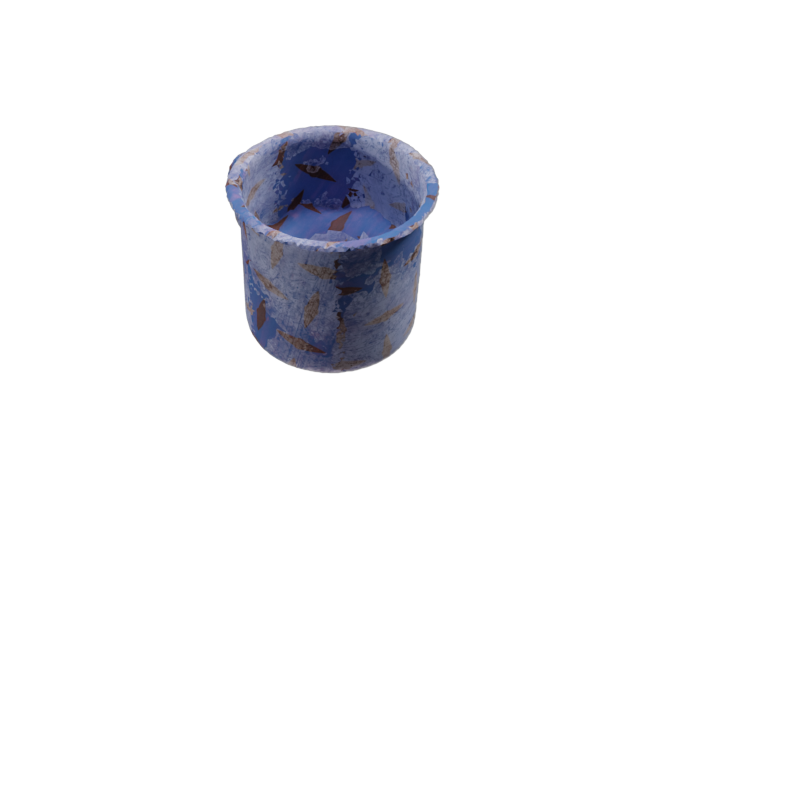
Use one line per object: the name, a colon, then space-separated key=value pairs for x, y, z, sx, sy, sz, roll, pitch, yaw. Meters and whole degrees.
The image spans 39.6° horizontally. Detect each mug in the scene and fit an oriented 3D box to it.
mug: x=-0.040 y=-0.074 z=0.515 sx=0.125 sy=0.076 sz=0.094 roll=34 pitch=52 yaw=30
